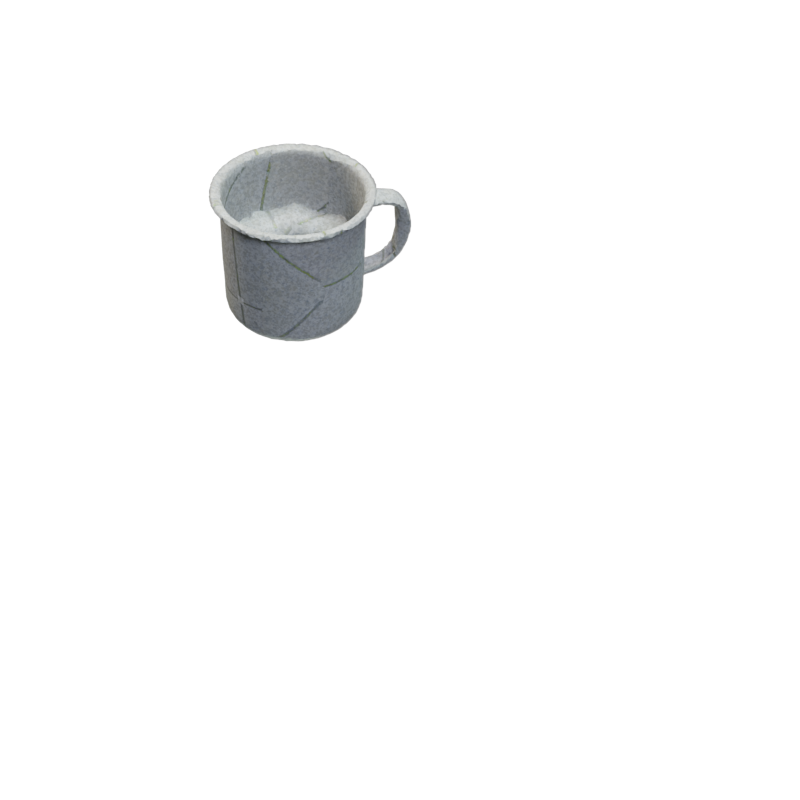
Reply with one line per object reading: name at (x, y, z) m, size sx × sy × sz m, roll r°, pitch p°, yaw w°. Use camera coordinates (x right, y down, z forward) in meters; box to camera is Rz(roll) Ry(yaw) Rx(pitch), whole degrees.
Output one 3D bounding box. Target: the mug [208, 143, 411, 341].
mug at (-0.050, -0.091, 0.640) m, size 0.116 × 0.076 × 0.101 m, roll -14°, pitch 44°, yaw -16°
